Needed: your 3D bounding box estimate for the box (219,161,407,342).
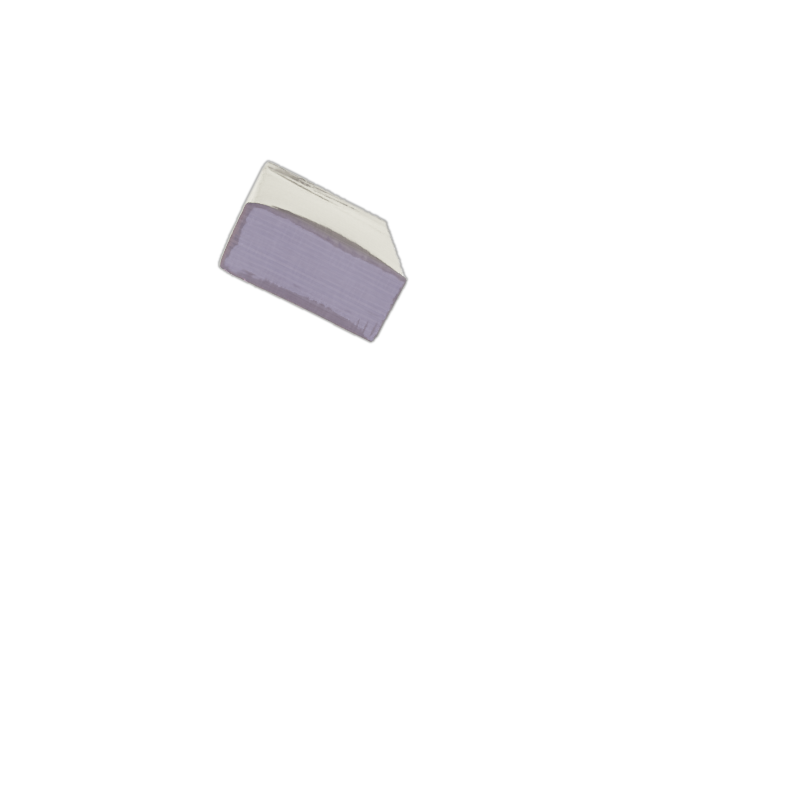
[{"bbox_3d":[-0.051,-0.093,0.652,0.092,0.047,0.182,26,12,-10],"label":"box"}]
